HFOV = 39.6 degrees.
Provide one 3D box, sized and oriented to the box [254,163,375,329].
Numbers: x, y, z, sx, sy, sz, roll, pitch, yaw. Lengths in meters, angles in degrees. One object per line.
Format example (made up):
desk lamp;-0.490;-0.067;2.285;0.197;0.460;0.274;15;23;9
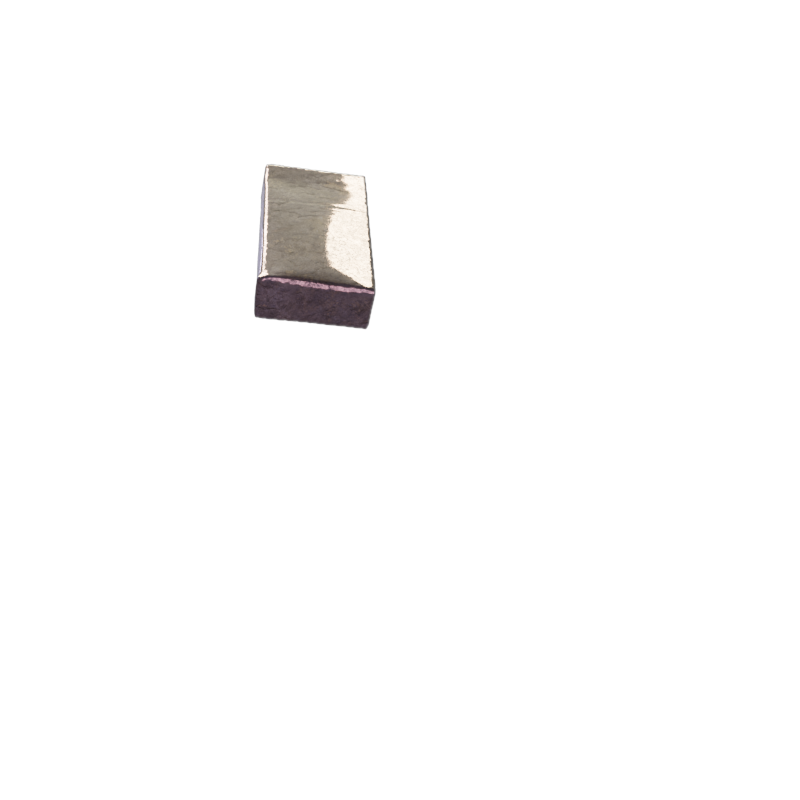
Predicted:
box;-0.073;-0.132;0.929;0.092;0.045;0.188;5;36;-7
